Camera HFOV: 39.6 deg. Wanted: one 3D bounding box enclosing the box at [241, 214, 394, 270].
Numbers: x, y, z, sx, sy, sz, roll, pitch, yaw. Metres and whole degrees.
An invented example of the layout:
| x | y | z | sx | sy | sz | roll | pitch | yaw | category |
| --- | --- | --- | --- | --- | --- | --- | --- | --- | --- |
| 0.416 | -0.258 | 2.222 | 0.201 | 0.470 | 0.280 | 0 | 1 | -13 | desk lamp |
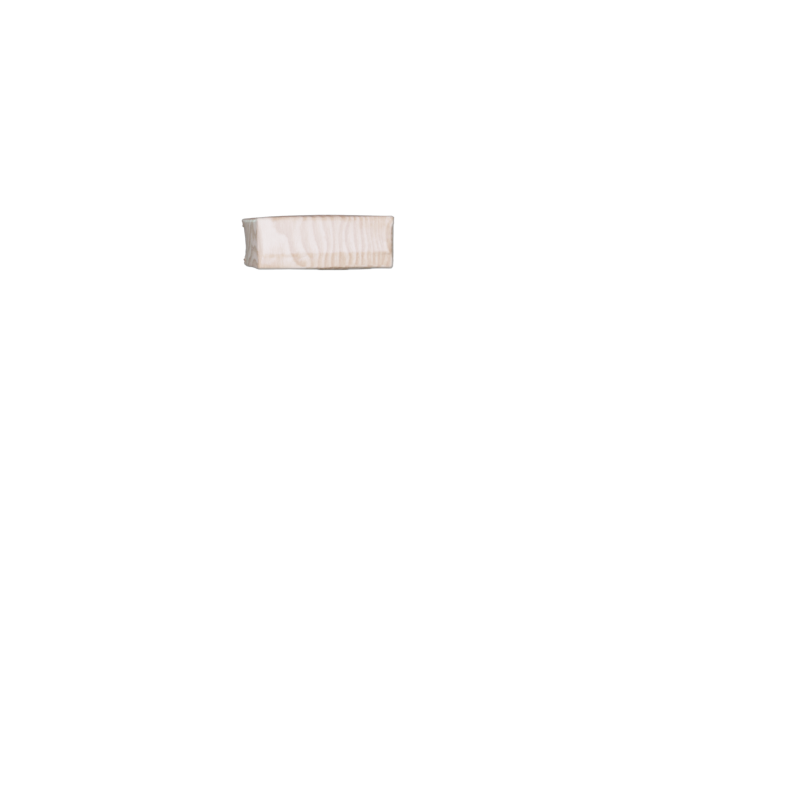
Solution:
| x | y | z | sx | sy | sz | roll | pitch | yaw | category |
| --- | --- | --- | --- | --- | --- | --- | --- | --- | --- |
| -0.059 | -0.108 | 0.759 | 0.089 | 0.039 | 0.116 | -1 | 6 | -12 | box |
